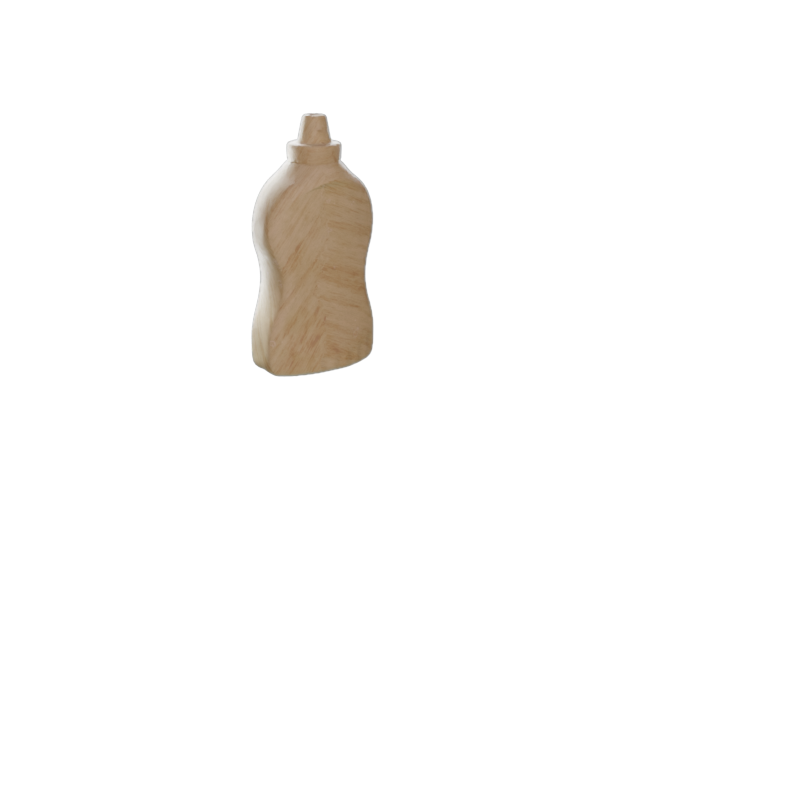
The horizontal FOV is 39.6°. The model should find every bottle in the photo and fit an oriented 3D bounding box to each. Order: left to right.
[{"bbox_3d":[-0.065,-0.119,0.833,0.094,0.185,0.062,-9,17,-32],"label":"bottle"}]
